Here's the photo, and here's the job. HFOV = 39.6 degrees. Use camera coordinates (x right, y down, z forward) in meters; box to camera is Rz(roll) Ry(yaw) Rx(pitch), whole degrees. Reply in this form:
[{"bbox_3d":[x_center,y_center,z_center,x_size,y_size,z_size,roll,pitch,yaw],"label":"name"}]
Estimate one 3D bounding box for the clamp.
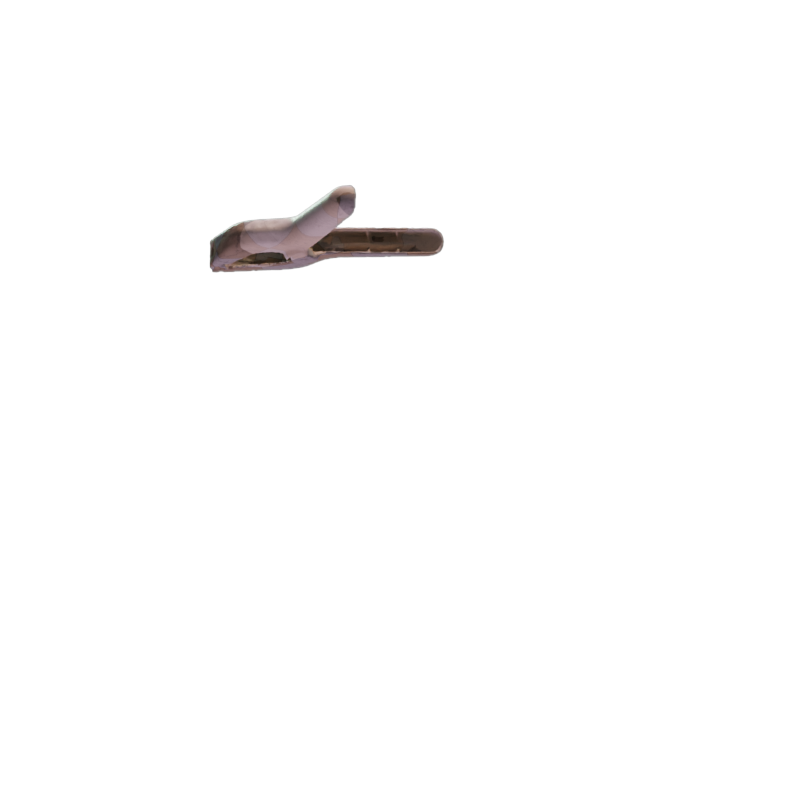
[{"bbox_3d":[-0.077,-0.141,0.985,0.215,0.038,0.155,-7,-12,37],"label":"clamp"}]
